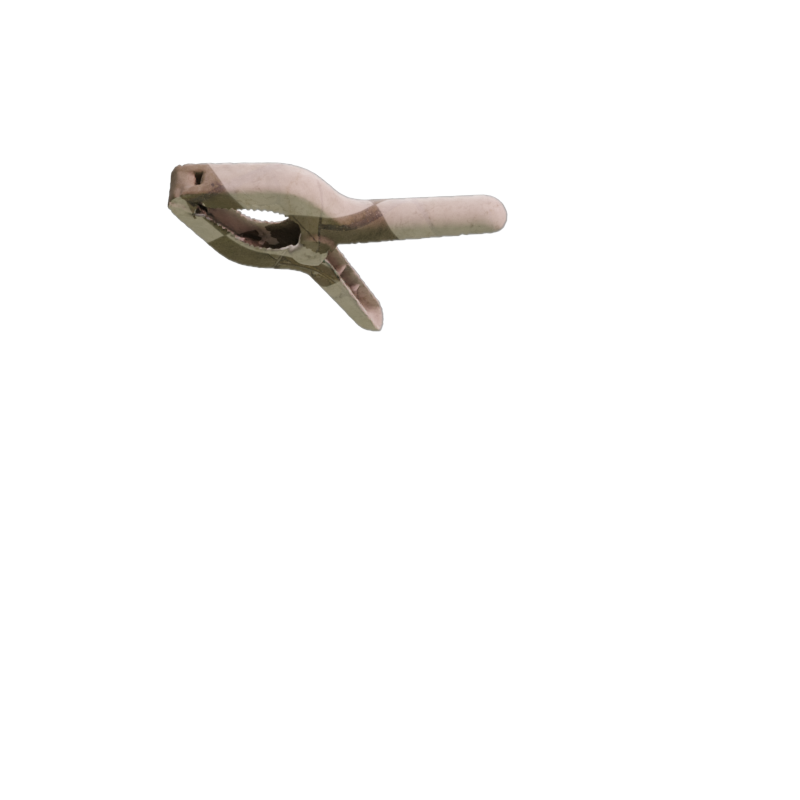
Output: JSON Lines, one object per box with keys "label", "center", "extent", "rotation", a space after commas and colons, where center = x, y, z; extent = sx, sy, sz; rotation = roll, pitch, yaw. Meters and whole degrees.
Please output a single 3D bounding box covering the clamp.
{"label": "clamp", "center": [-0.058, -0.106, 0.740], "extent": [0.203, 0.039, 0.159], "rotation": [12, -32, -20]}
